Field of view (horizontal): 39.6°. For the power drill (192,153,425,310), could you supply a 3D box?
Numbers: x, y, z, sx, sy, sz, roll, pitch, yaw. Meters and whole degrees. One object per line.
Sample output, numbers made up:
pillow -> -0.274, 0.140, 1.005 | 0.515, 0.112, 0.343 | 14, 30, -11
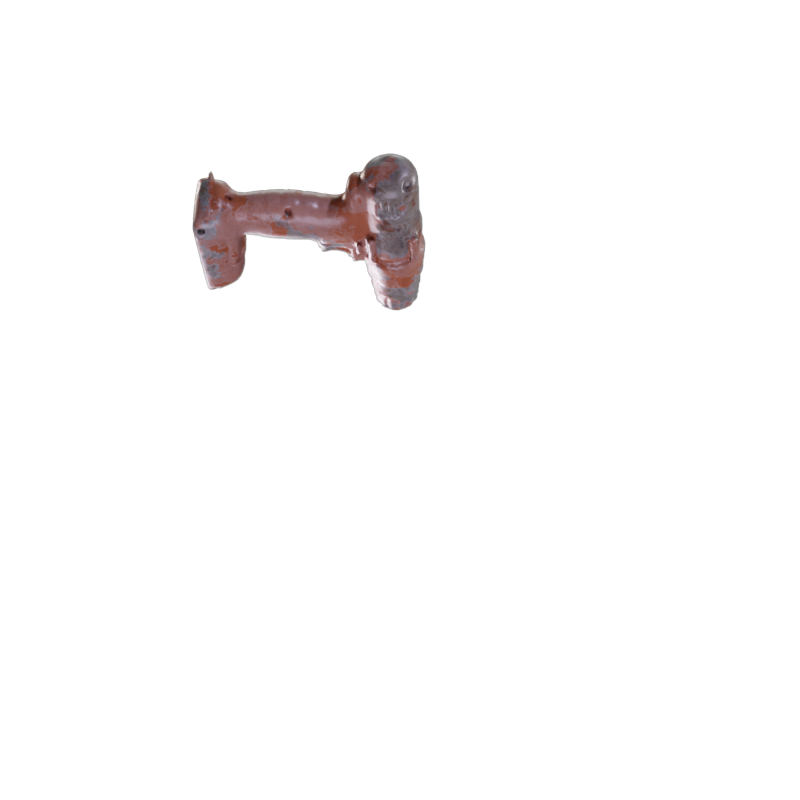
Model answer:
power drill -> -0.073, -0.133, 0.933 | 0.188, 0.061, 0.171 | -2, -34, 3
